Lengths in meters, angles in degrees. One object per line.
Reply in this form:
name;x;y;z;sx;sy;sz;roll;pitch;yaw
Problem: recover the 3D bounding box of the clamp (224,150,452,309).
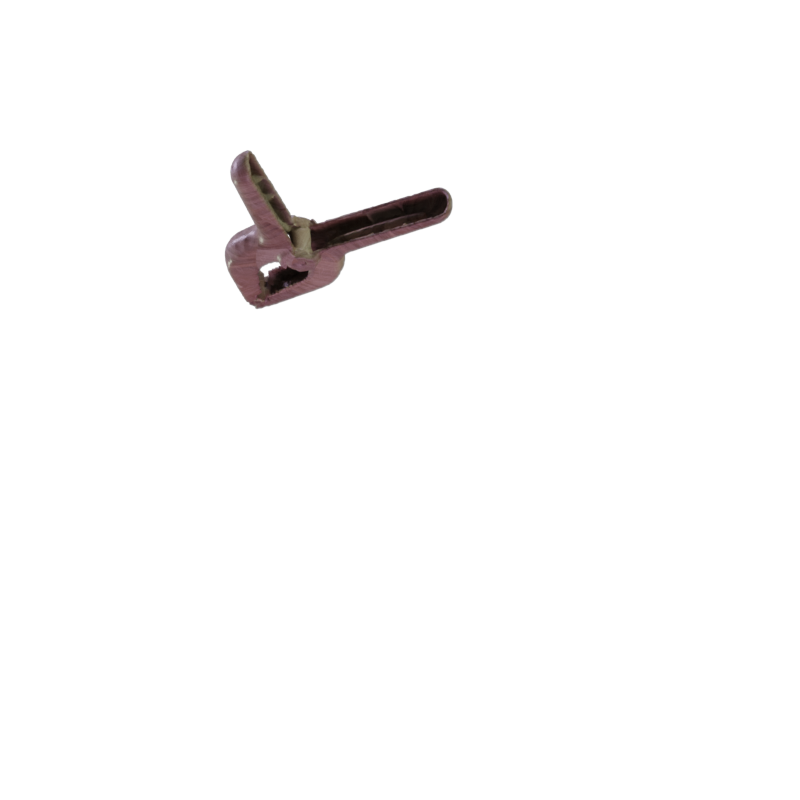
clamp;-0.066;-0.120;0.843;0.161;0.038;0.204;6;-22;-17
